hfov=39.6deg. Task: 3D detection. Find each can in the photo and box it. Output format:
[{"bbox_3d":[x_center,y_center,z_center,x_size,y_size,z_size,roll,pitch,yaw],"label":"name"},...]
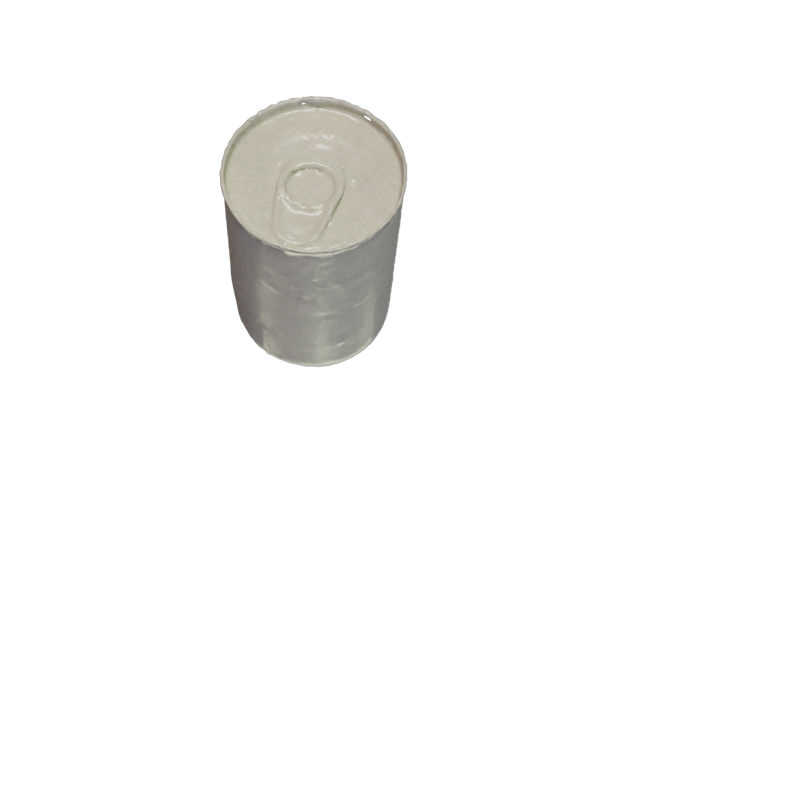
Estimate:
[{"bbox_3d":[-0.035,-0.063,0.443,0.068,0.073,0.096,0,-26,-3],"label":"can"}]
